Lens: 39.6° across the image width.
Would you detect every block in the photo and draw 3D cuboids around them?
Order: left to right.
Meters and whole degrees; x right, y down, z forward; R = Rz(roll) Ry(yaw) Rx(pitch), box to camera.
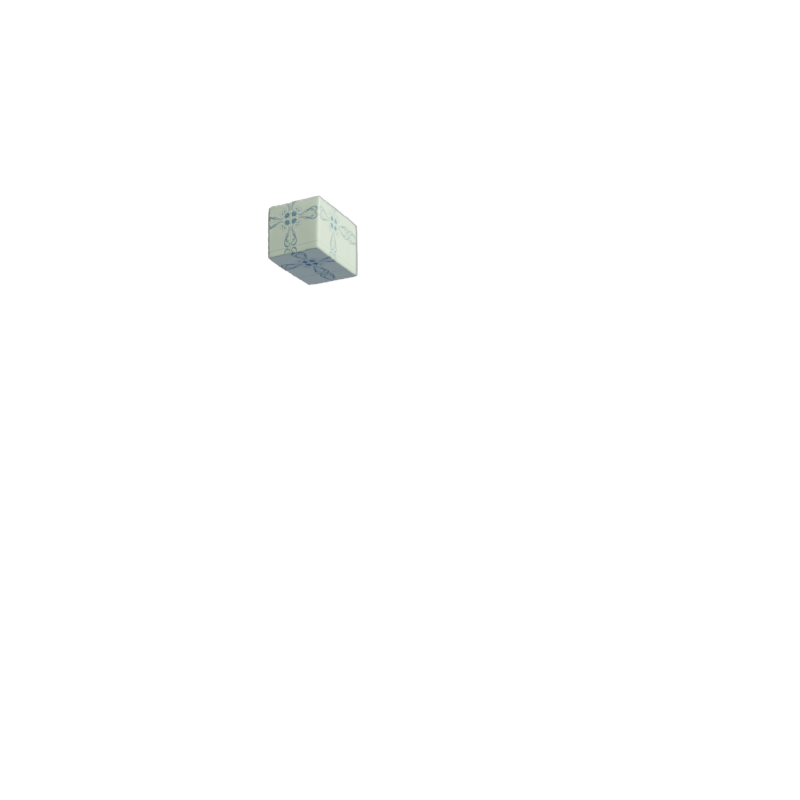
[{"bbox_3d":[-0.078,-0.142,0.996,0.054,0.054,0.073,-10,-20,24],"label":"block"}]
